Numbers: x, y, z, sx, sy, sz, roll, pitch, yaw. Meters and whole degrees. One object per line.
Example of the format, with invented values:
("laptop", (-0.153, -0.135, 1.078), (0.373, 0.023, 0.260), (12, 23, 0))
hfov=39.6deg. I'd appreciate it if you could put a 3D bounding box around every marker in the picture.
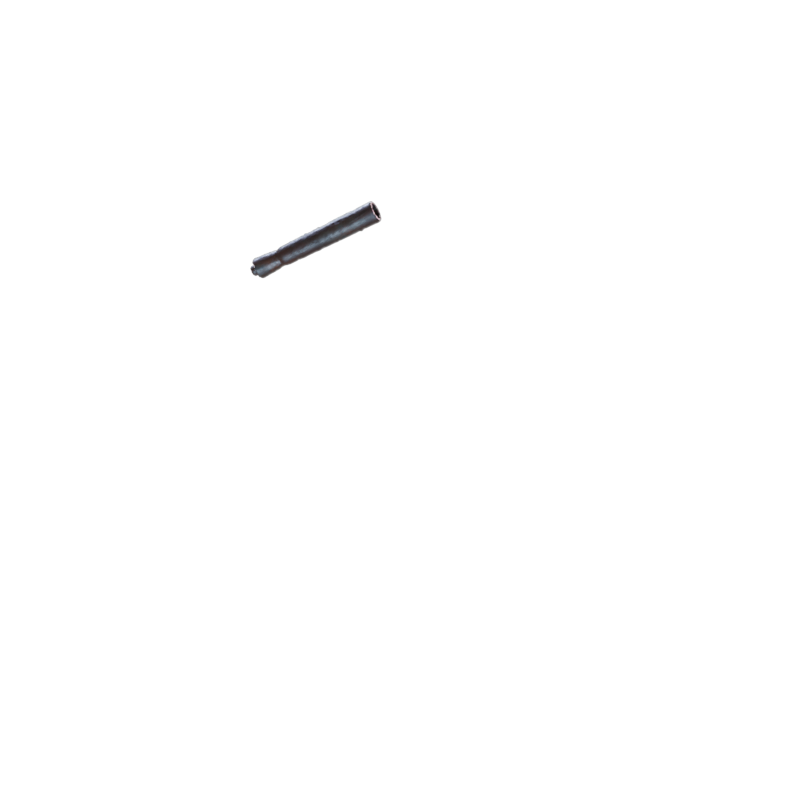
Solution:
("marker", (-0.072, -0.132, 0.925), (0.121, 0.020, 0.019), (-23, -4, 19))
